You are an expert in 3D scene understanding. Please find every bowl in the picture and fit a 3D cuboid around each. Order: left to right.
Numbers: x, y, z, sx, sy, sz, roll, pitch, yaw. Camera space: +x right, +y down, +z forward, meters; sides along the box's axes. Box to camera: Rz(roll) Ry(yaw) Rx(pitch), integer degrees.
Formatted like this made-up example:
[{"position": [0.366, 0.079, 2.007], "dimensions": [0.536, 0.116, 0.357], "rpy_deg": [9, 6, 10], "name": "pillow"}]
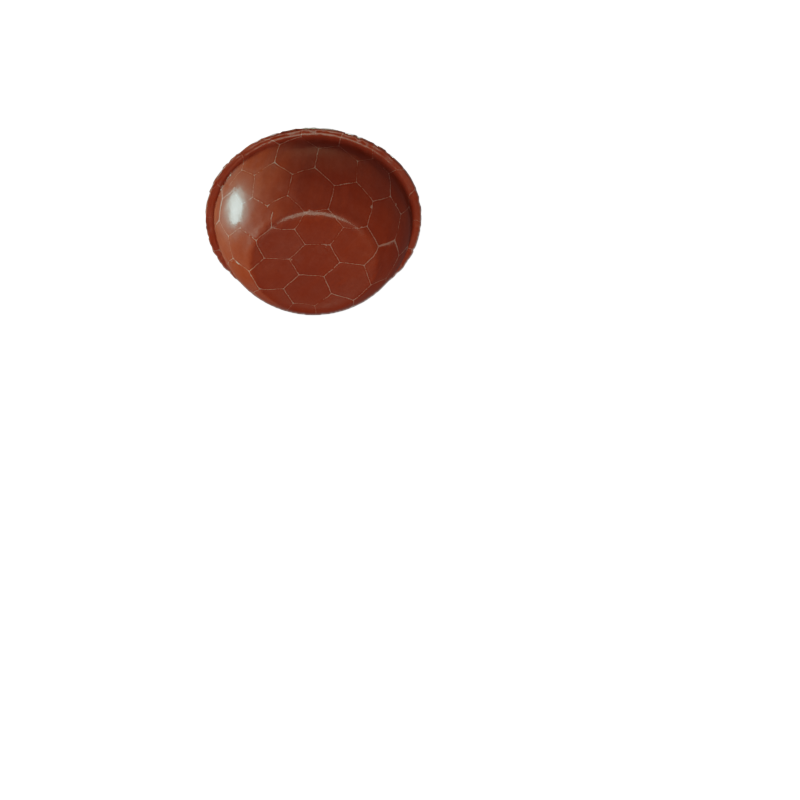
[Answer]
[{"position": [-0.063, -0.115, 0.806], "dimensions": [0.162, 0.151, 0.059], "rpy_deg": [1, 39, -1], "name": "bowl"}]
